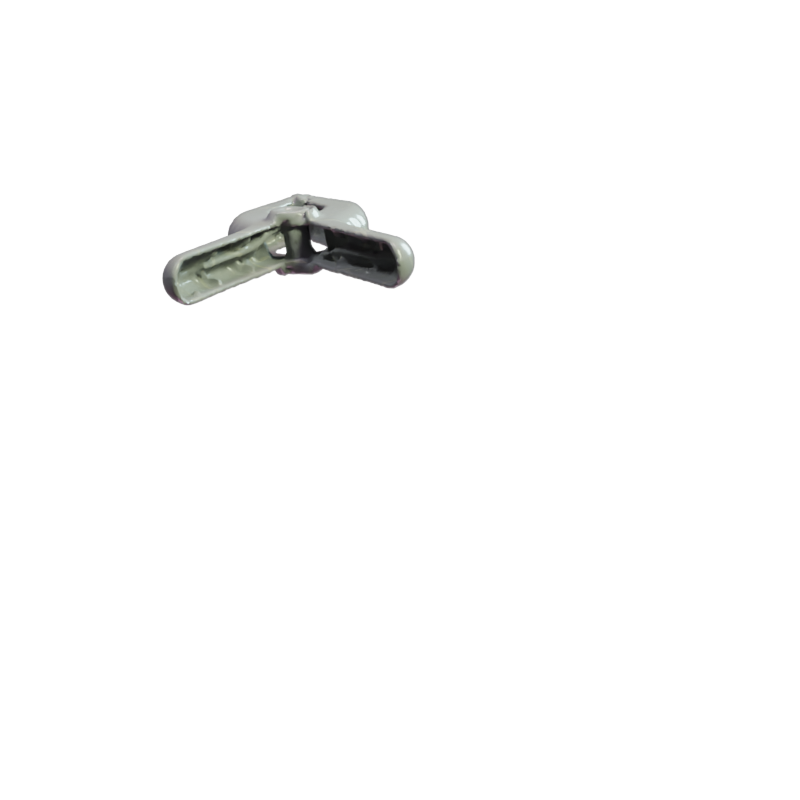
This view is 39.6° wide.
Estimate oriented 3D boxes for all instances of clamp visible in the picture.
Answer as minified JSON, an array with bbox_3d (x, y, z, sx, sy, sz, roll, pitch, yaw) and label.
[{"bbox_3d":[-0.047,-0.085,0.595,0.122,0.038,0.177,3,22,7],"label":"clamp"}]
